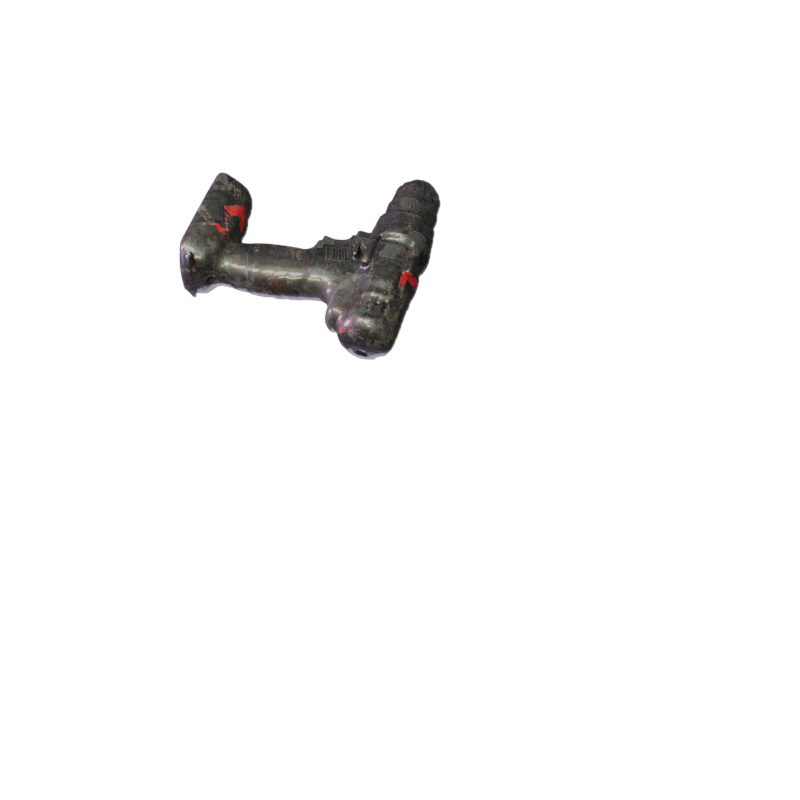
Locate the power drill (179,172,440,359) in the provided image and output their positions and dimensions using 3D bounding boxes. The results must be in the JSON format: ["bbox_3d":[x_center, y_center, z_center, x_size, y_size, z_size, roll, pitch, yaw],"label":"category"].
[{"bbox_3d":[-0.070,-0.127,0.893,0.192,0.194,0.053,12,-42,11],"label":"power drill"}]
